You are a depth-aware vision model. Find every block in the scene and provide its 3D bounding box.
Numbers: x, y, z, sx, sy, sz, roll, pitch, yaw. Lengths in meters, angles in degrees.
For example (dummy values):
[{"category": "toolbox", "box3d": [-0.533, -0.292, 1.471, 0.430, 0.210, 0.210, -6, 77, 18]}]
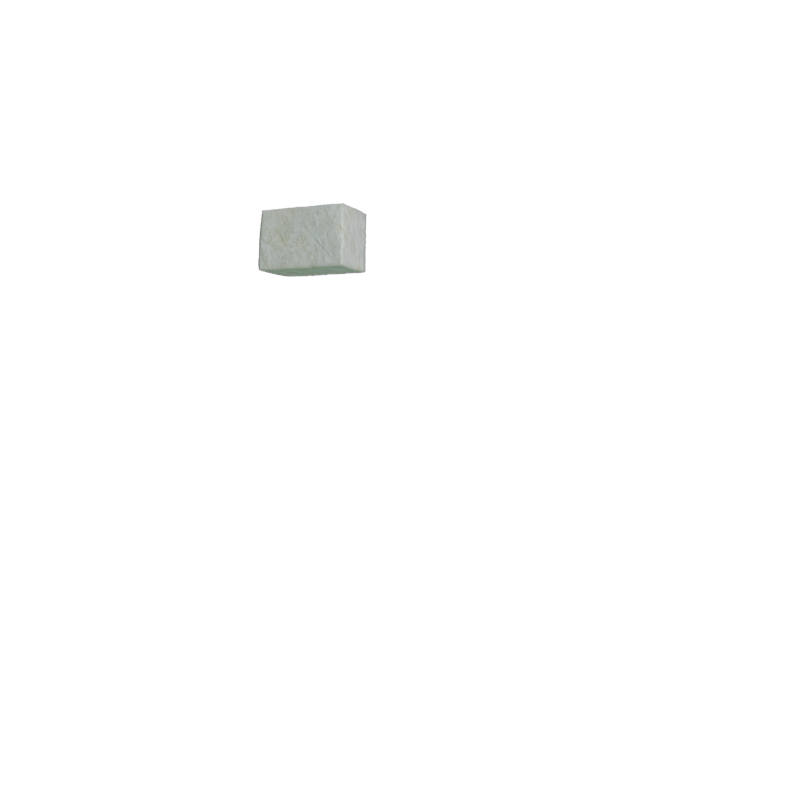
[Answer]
[{"category": "block", "box3d": [-0.073, -0.133, 0.932, 0.080, 0.052, 0.050, -2, -5, 23]}]
